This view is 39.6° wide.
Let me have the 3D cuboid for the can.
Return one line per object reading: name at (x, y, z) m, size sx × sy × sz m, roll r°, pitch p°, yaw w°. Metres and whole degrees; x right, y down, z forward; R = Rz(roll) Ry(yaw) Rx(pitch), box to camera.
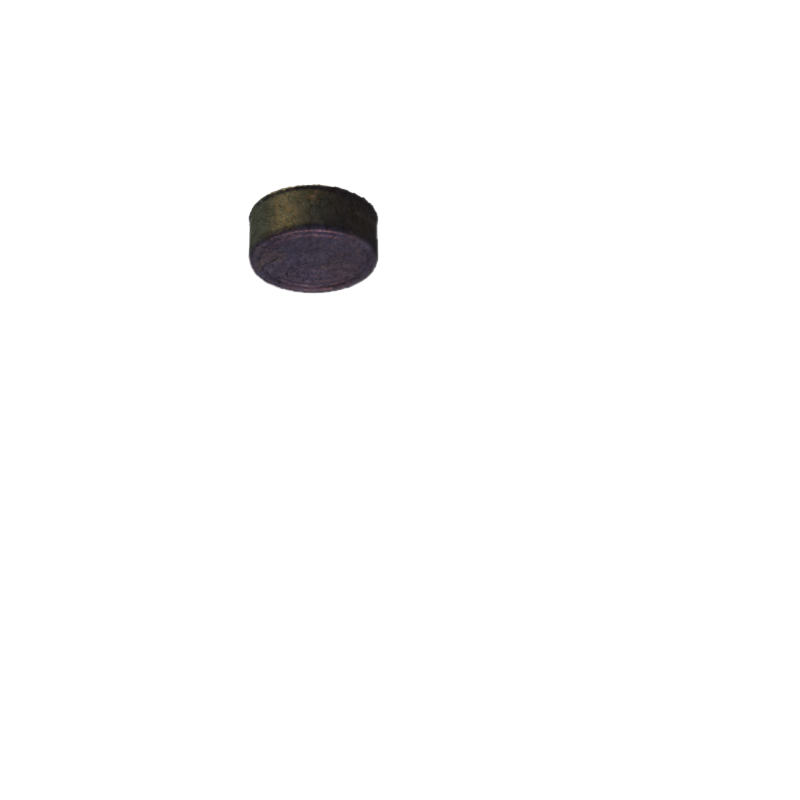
can at (-0.057, -0.104, 0.725) m, size 0.086 × 0.036 × 0.081 m, roll 1°, pitch -26°, yaw -2°
